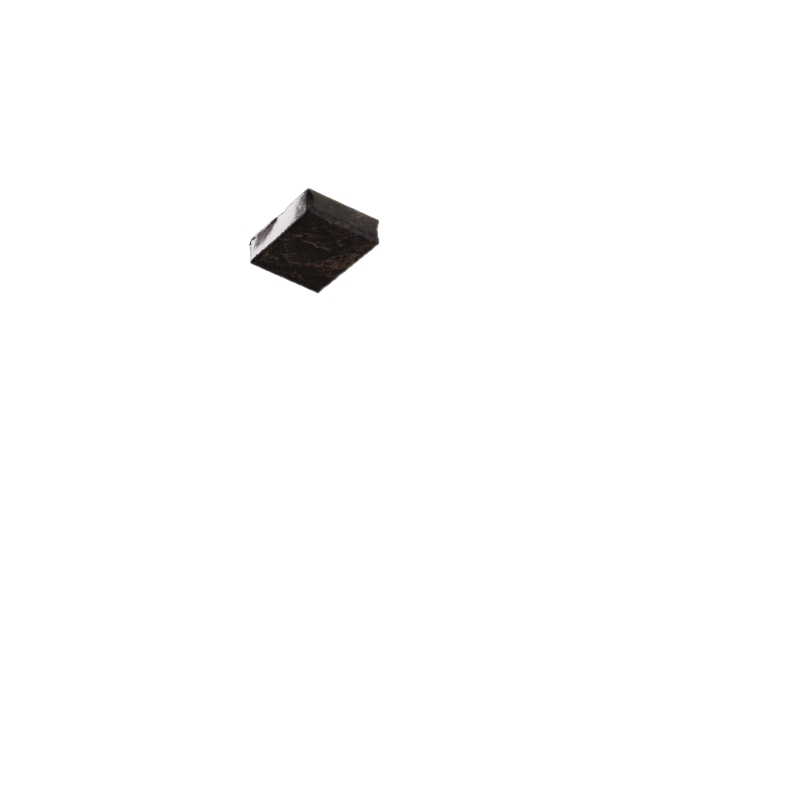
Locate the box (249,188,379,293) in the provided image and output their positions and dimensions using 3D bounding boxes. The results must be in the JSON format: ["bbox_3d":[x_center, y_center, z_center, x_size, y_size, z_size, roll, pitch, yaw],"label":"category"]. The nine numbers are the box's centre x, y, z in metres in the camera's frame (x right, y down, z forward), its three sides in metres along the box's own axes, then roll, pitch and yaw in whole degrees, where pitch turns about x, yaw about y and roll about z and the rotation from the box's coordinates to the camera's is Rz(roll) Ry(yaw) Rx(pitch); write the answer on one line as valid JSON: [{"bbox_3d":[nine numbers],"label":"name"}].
[{"bbox_3d":[-0.073,-0.132,0.928,0.069,0.032,0.088,22,-39,-32],"label":"box"}]
